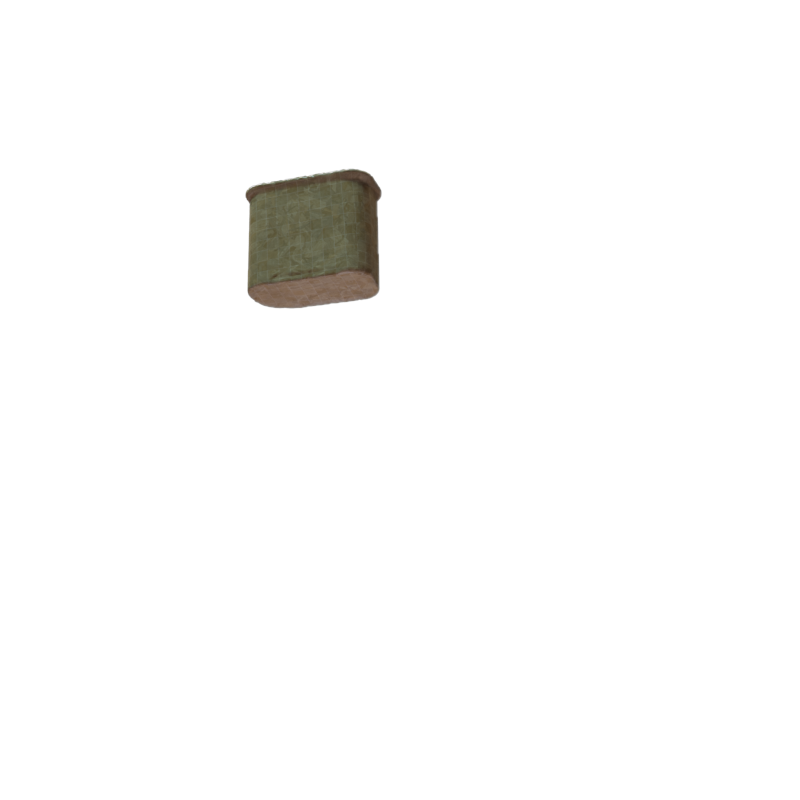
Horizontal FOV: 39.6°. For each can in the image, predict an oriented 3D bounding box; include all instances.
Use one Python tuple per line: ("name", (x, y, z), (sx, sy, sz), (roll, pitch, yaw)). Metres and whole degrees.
("can", (-0.065, -0.119, 0.832), (0.103, 0.088, 0.054), (-7, -24, 16))
